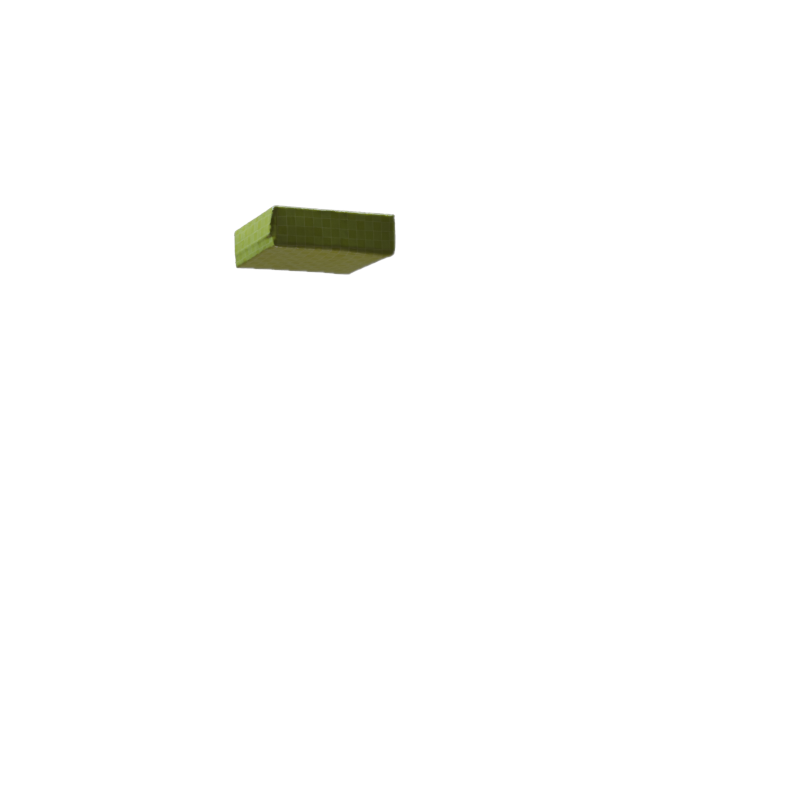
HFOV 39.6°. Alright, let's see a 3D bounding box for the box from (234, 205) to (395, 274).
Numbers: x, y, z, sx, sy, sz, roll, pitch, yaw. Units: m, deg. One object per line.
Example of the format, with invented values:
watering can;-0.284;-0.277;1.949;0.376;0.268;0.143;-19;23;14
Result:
box;-0.073;-0.133;0.933;0.110;0.040;0.091;3;-7;-26
